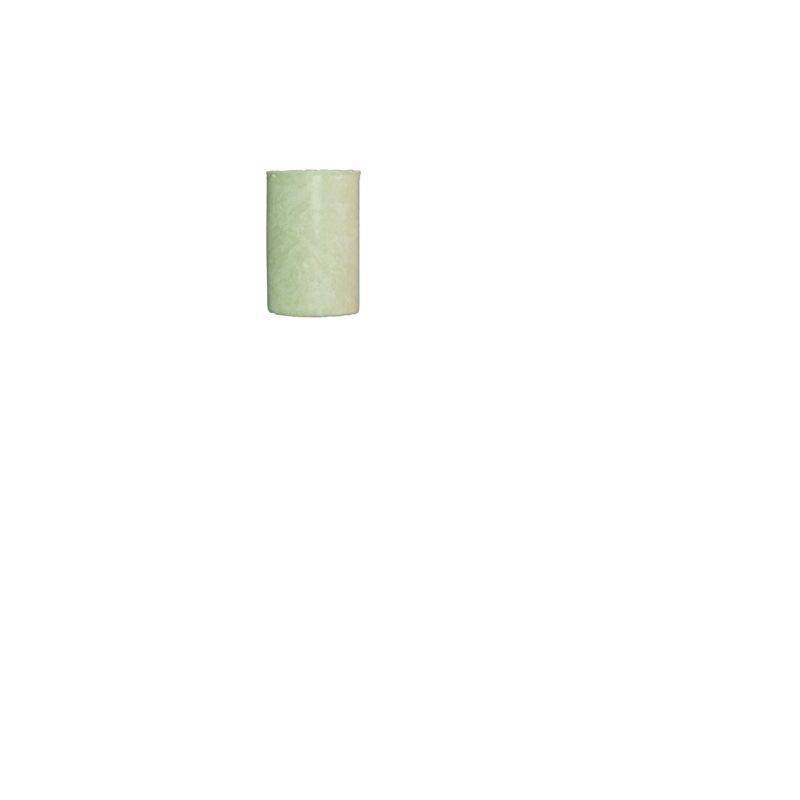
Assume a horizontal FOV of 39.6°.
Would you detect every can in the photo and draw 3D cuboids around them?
[{"bbox_3d":[-0.062,-0.113,0.794,0.068,0.101,0.069,0,5,-2],"label":"can"}]
